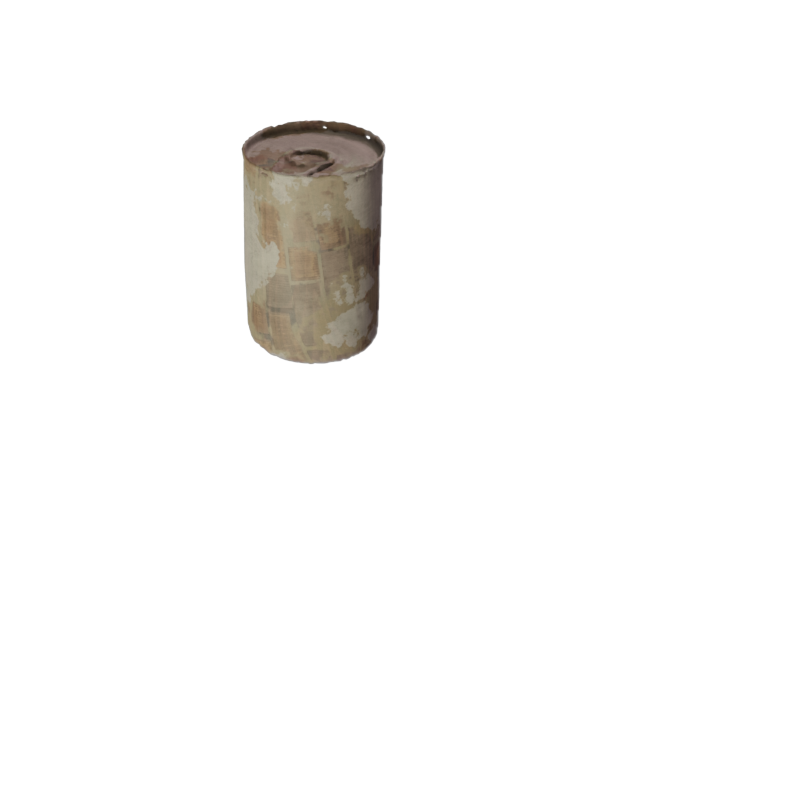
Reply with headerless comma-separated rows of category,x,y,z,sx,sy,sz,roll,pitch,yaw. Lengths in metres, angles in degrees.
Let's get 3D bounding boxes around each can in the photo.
can,-0.043,-0.078,0.546,0.068,0.096,0.073,0,31,-3
